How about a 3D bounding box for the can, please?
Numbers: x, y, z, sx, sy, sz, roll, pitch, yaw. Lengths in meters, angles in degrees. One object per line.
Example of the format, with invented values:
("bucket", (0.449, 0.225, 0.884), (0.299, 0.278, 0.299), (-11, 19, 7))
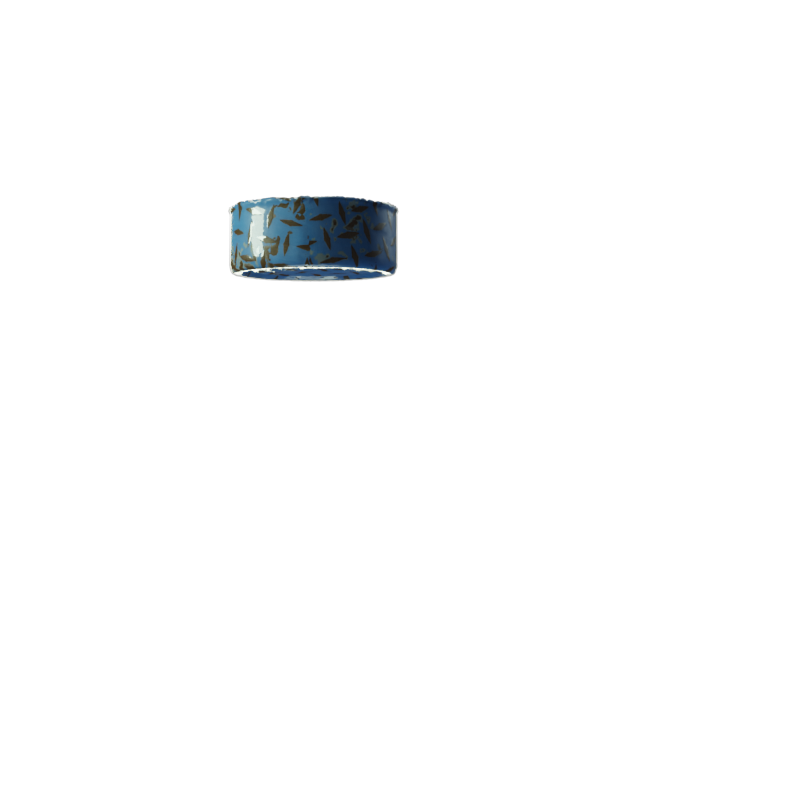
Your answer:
("can", (-0.044, -0.080, 0.558), (0.086, 0.034, 0.085), (0, 0, -2))
